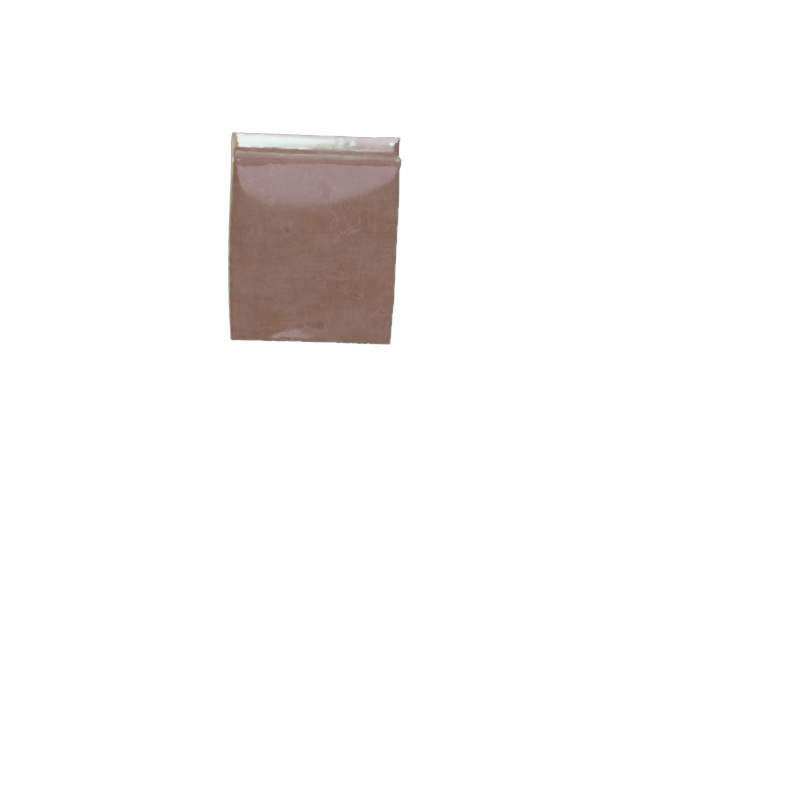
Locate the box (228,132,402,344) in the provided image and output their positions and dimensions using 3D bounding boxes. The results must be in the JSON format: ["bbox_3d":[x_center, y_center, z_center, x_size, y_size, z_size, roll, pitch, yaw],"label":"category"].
[{"bbox_3d":[-0.047,-0.085,0.592,0.090,0.107,0.041,2,33,-2],"label":"box"}]
